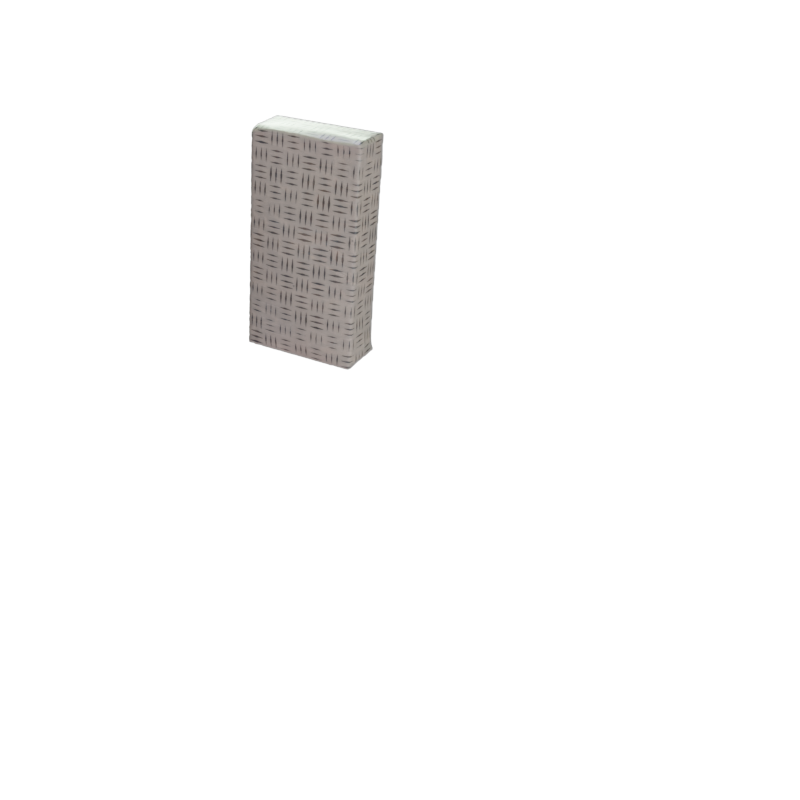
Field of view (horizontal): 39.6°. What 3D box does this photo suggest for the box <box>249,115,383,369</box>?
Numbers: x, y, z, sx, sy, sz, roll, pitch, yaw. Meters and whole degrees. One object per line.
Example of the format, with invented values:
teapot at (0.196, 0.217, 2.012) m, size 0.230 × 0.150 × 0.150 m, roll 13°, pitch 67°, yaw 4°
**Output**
box at (-0.065, -0.119, 0.832) m, size 0.097 × 0.167 × 0.048 m, roll 14°, pitch 27°, yaw 25°
